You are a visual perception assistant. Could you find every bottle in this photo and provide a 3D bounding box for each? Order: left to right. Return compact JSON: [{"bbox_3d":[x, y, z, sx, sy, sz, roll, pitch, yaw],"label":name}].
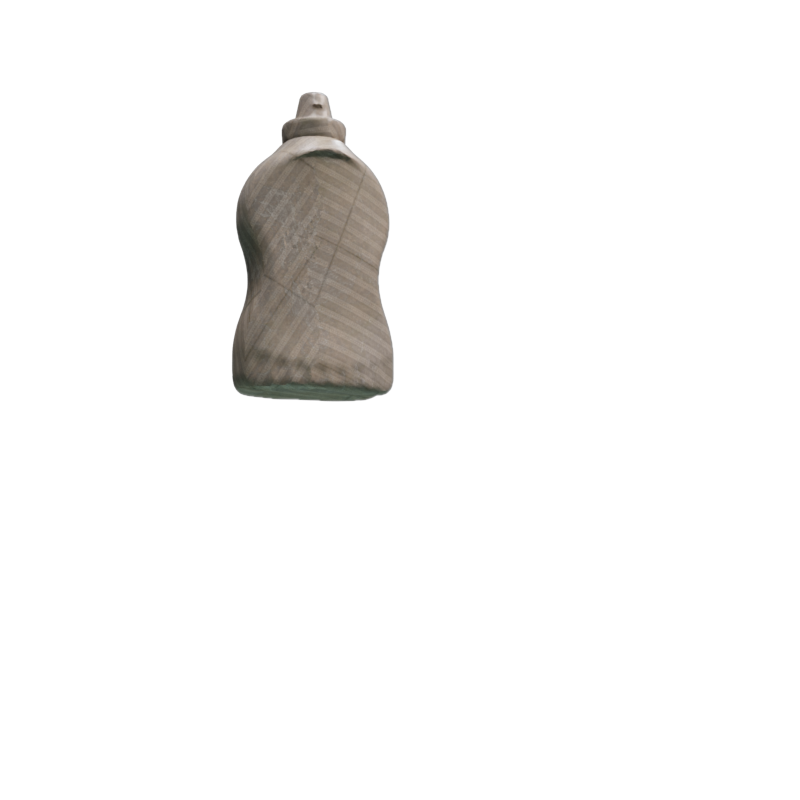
[{"bbox_3d":[-0.054,-0.098,0.687,0.093,0.198,0.058,4,-14,-19],"label":"bottle"}]
